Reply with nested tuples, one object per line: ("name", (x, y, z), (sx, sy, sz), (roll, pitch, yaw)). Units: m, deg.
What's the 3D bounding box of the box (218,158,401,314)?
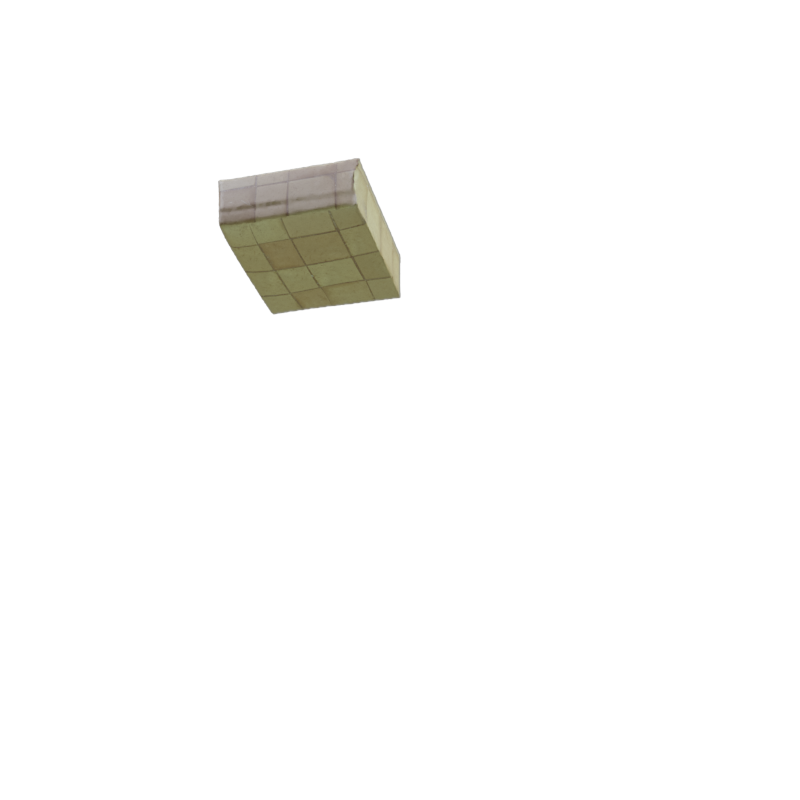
("box", (-0.054, -0.099, 0.693), (0.091, 0.041, 0.105), (-7, -27, 13))
